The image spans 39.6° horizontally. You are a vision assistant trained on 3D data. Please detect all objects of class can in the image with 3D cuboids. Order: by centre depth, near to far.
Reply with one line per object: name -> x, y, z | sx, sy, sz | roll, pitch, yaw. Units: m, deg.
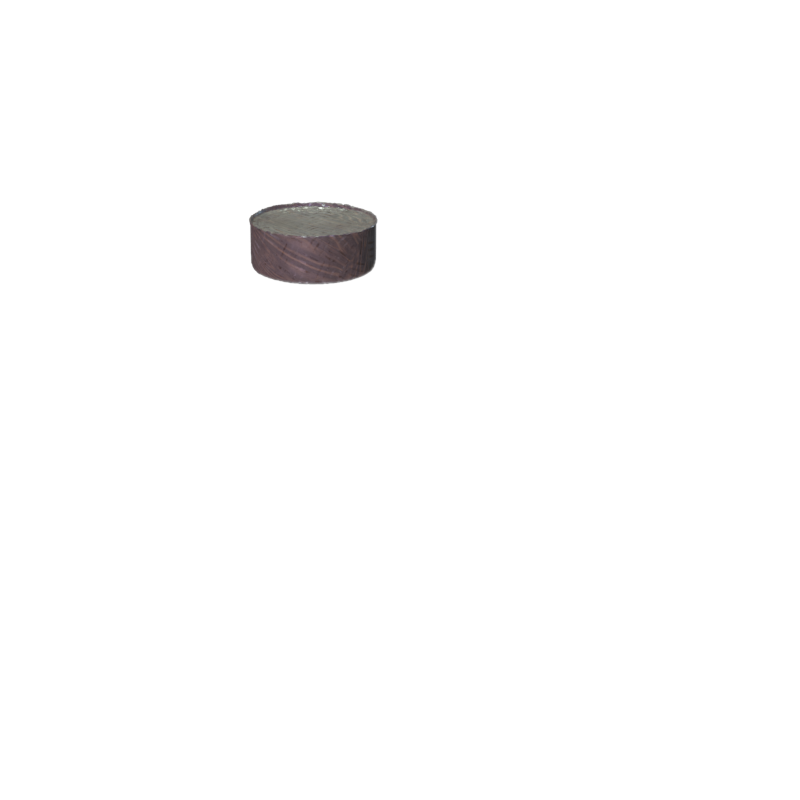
can -> -0.058, -0.106, 0.744 | 0.086, 0.032, 0.090 | -1, 23, -2
